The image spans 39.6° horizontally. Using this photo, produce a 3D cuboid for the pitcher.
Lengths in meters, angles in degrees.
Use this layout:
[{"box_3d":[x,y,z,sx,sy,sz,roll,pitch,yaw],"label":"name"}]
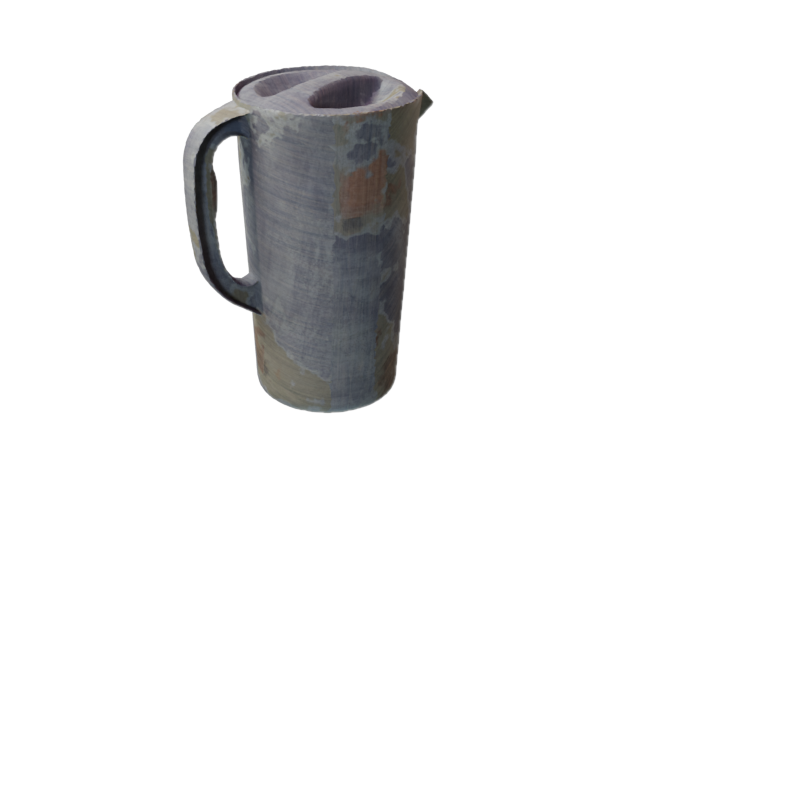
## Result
[{"box_3d":[-0.064,-0.116,0.813,0.153,0.231,0.149,8,26,14],"label":"pitcher"}]
